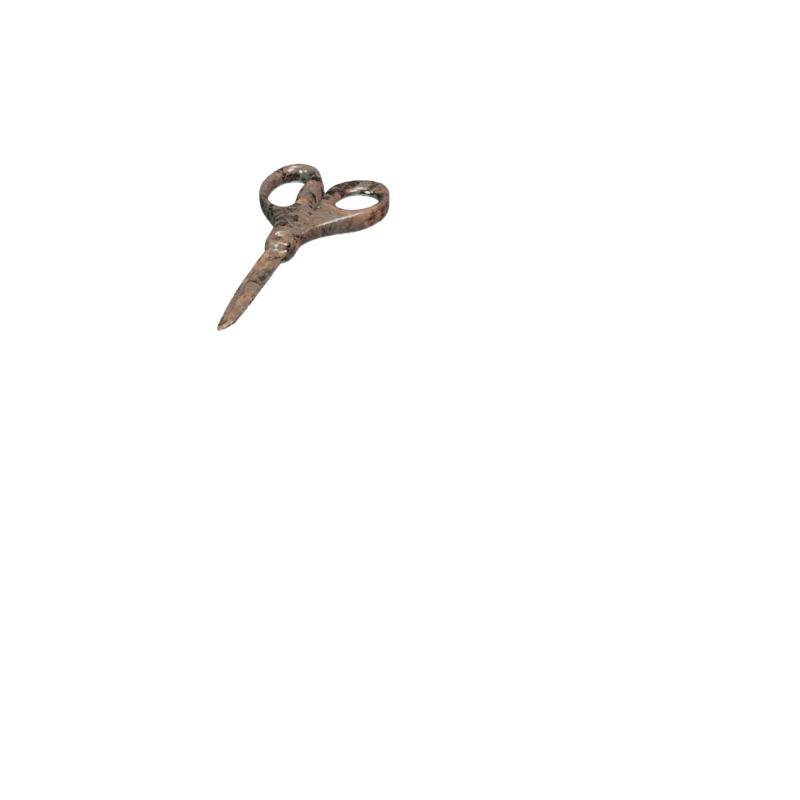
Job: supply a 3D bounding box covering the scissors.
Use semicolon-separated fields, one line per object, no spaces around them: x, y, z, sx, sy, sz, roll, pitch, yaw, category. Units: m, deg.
-0.054;-0.098;0.685;0.096;0.015;0.215;0;35;-1;scissors
